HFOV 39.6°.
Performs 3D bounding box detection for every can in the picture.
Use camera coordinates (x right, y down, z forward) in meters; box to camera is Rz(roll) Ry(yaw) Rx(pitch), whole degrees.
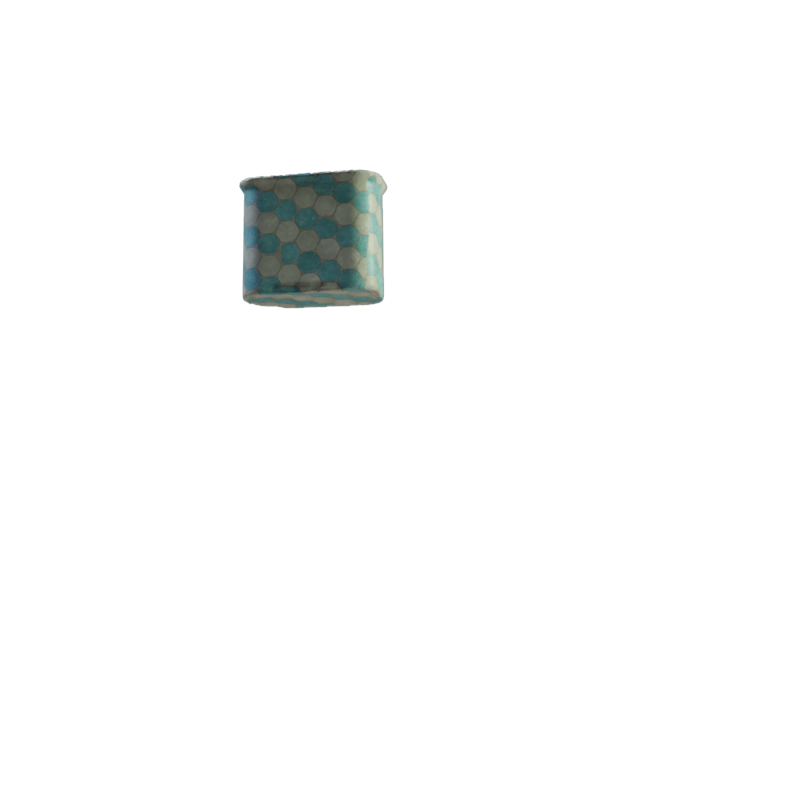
[{"bbox_3d":[-0.060,-0.110,0.773,0.103,0.087,0.055,-3,-12,12],"label":"can"}]
